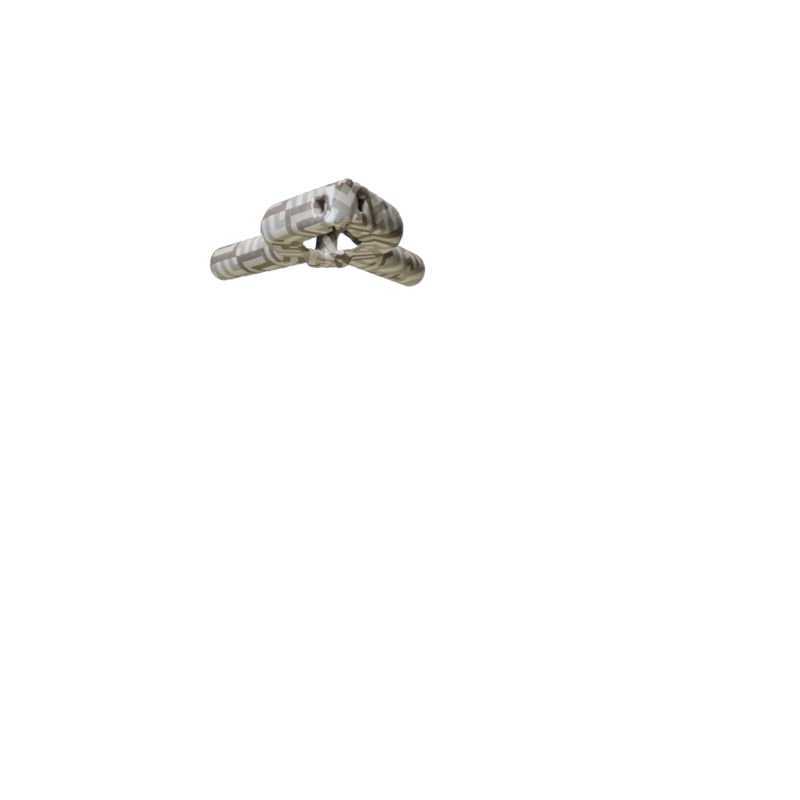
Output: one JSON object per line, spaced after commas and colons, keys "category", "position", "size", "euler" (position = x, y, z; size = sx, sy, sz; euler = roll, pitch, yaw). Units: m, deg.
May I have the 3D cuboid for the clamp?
{"category": "clamp", "position": [-0.060, -0.110, 0.771], "size": [0.165, 0.037, 0.205], "euler": [0, -6, 0]}
